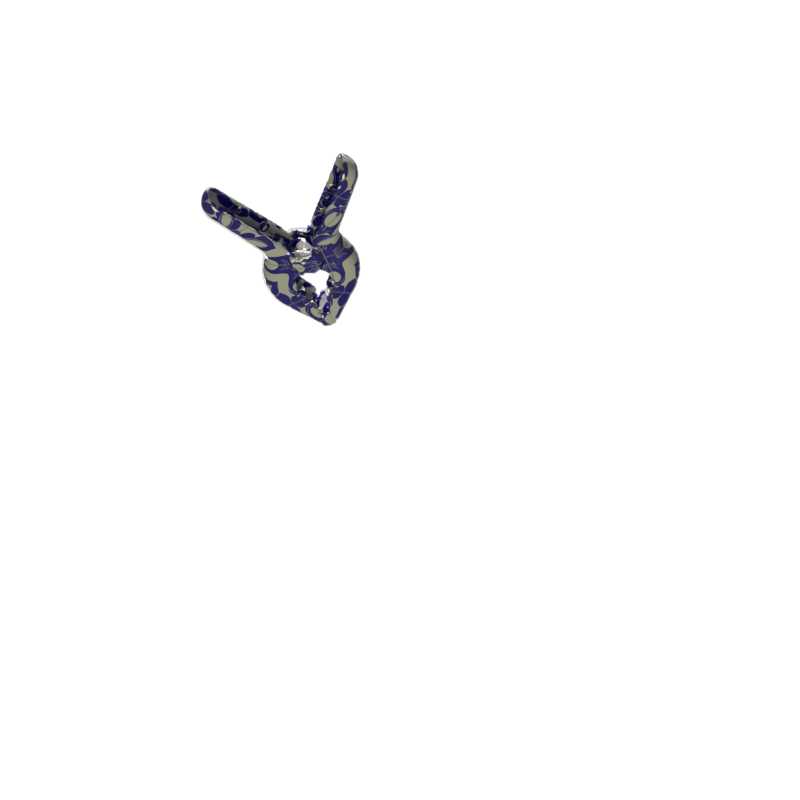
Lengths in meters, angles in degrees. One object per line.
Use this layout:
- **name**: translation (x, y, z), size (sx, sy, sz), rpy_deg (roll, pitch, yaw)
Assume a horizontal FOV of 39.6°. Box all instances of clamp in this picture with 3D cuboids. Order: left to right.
- **clamp**: translation (-0.069, -0.125, 0.876), size (0.121, 0.042, 0.158), rpy_deg (-13, -38, 17)
